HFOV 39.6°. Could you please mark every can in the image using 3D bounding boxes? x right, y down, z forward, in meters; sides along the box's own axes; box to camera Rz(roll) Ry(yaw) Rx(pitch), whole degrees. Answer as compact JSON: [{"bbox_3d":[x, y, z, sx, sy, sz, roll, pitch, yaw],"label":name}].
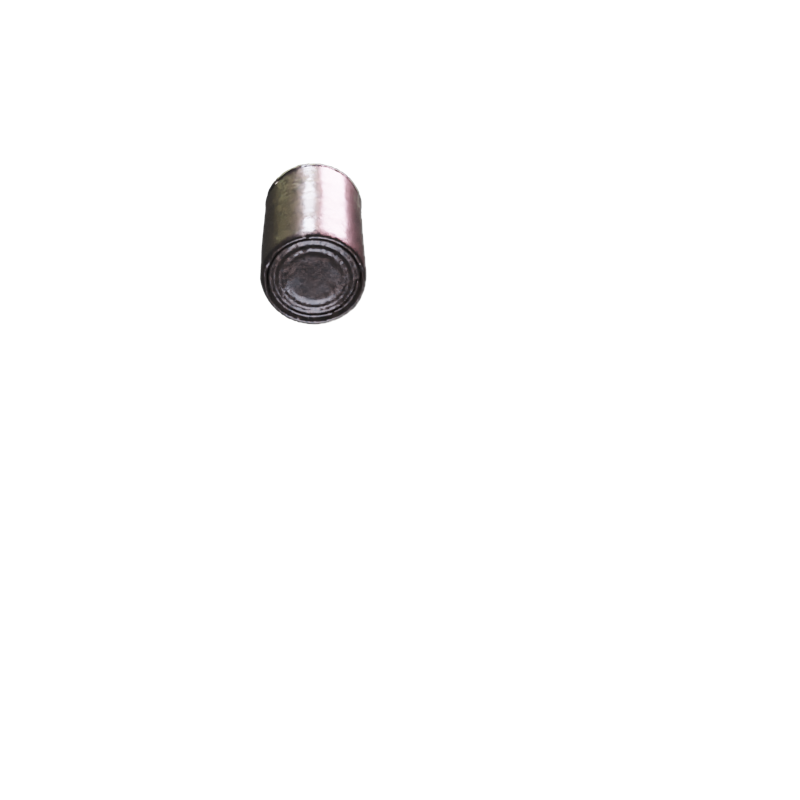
[{"bbox_3d":[-0.058,-0.105,0.735,0.068,0.064,0.109,-1,34,-3],"label":"can"}]
